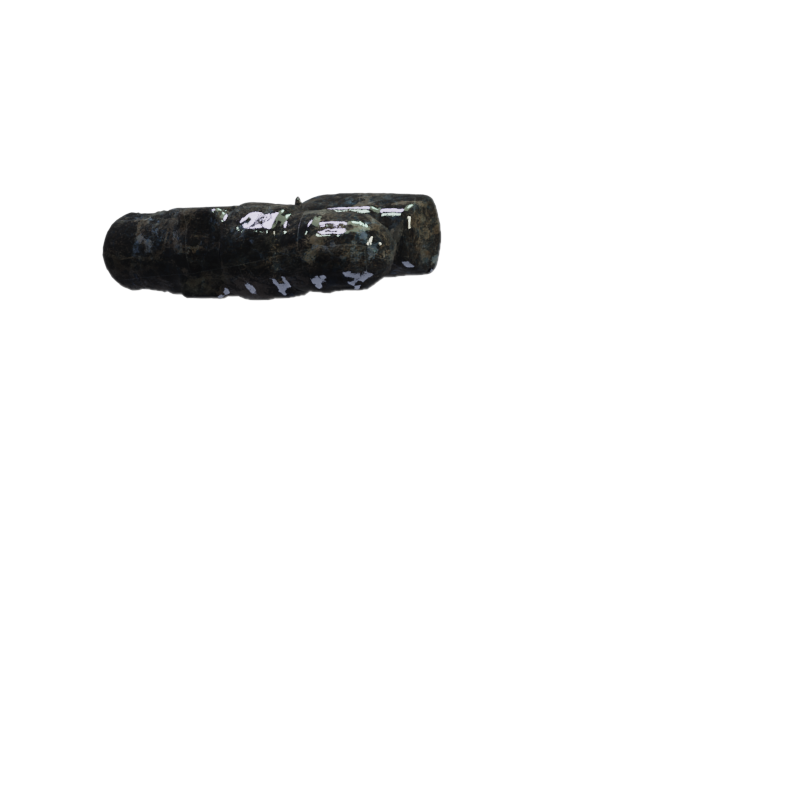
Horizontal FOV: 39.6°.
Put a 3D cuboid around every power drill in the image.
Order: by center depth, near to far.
[{"bbox_3d":[-0.051,-0.093,0.653,0.192,0.057,0.183,6,12,32],"label":"power drill"}]
